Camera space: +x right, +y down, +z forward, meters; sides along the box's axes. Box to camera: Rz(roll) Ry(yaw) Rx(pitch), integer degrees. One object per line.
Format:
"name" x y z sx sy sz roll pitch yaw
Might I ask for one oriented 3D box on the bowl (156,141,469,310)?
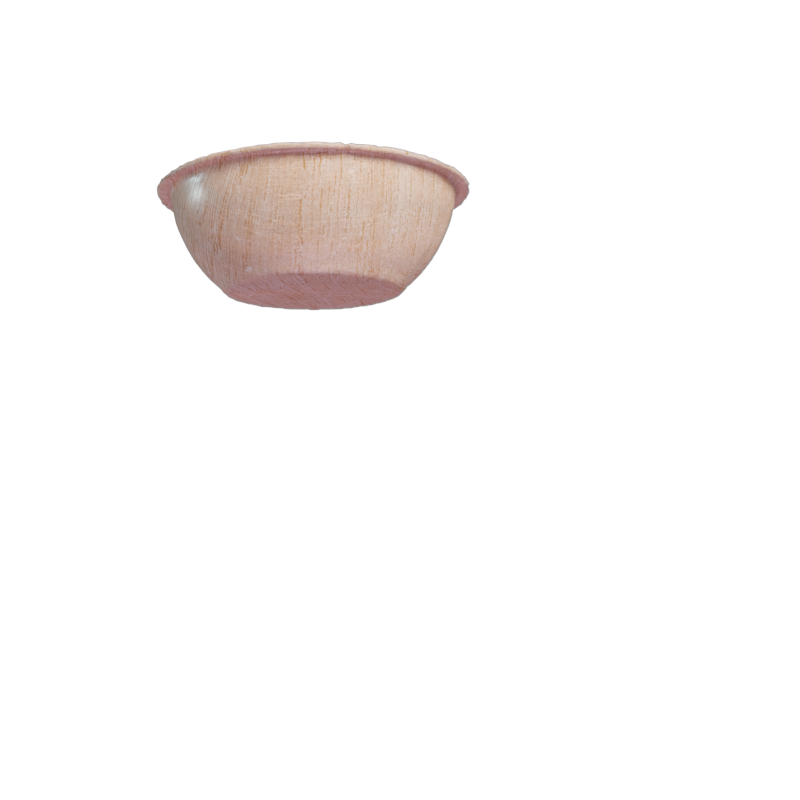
"bowl" -0.045 -0.082 0.572 0.162 0.057 0.158 0 -7 -2
